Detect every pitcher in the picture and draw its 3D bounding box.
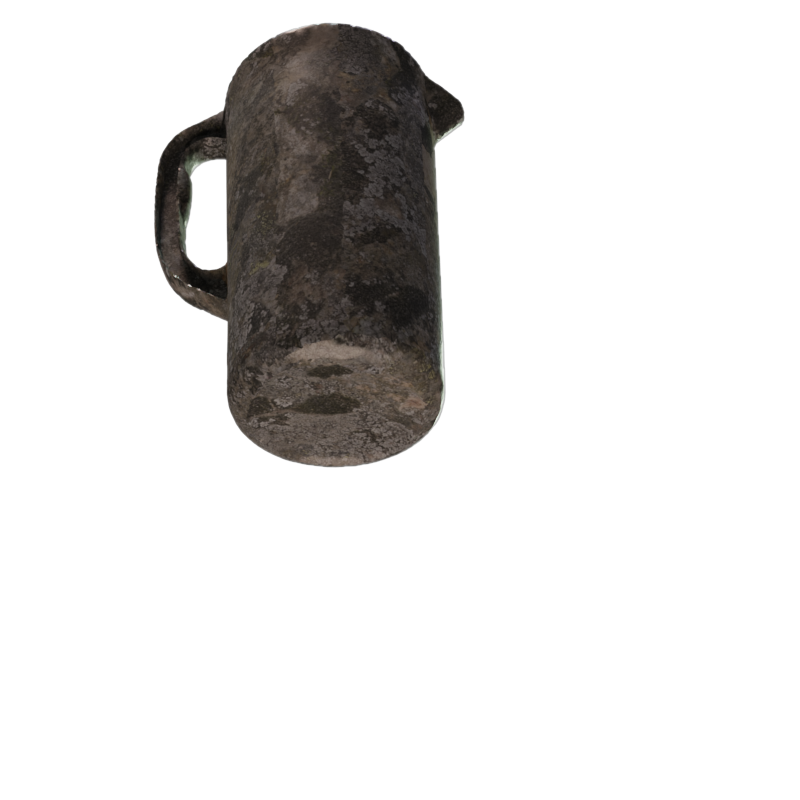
[{"bbox_3d":[-0.049,-0.089,0.624,0.137,0.261,0.147,27,-49,-30],"label":"pitcher"}]
